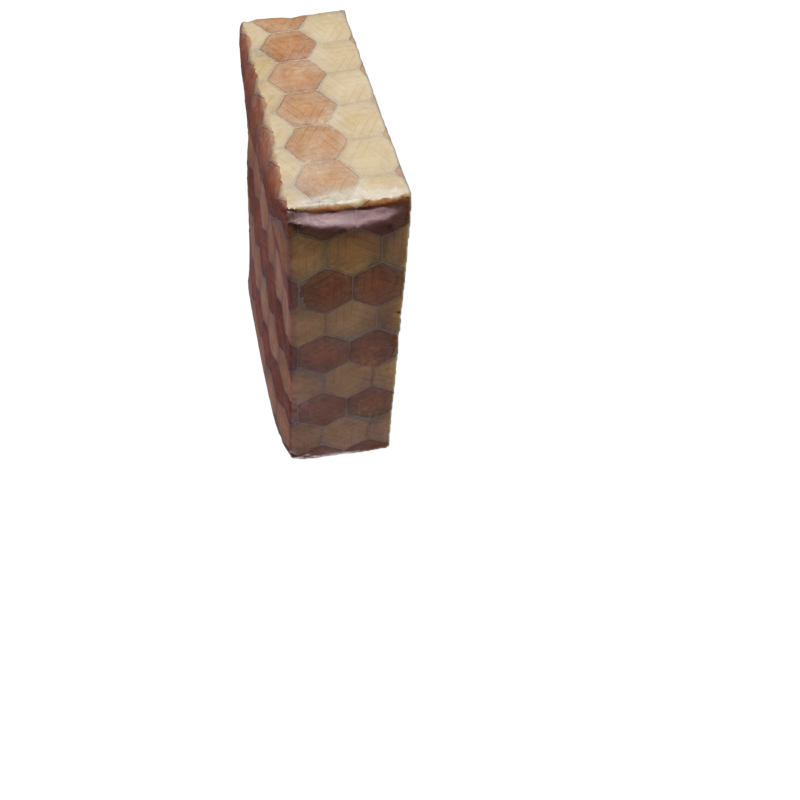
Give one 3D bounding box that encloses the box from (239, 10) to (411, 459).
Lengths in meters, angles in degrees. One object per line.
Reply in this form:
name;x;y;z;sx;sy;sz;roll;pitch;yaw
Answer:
box;-0.051;-0.094;0.656;0.071;0.177;0.199;-8;-40;-11
